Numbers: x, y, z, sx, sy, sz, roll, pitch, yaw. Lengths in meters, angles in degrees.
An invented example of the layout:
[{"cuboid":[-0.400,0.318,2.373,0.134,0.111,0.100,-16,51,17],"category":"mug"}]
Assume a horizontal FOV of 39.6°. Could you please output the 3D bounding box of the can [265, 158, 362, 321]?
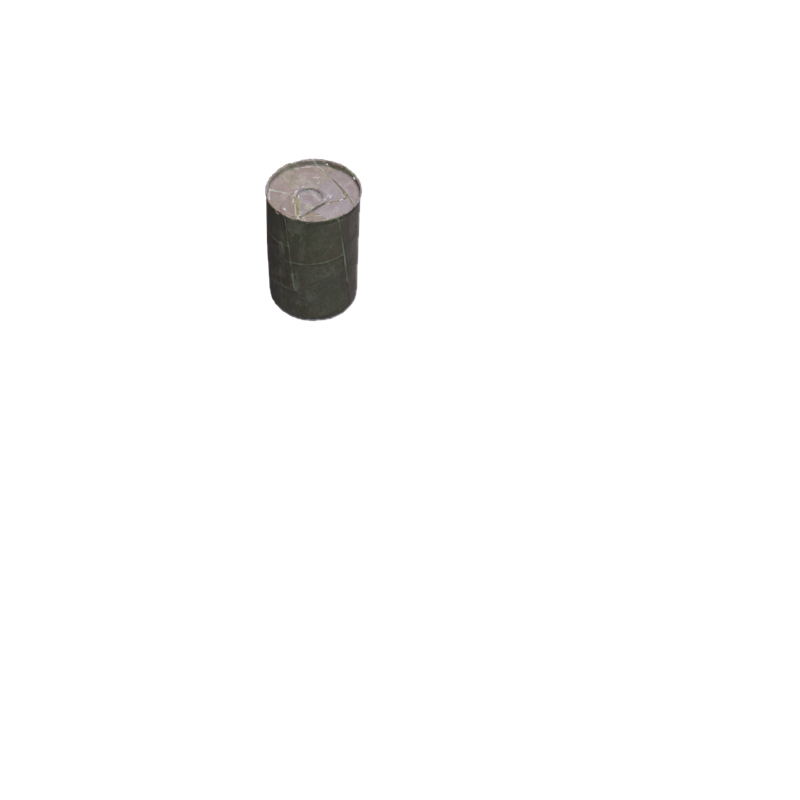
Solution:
[{"cuboid":[-0.063,-0.116,0.810,0.068,0.074,0.095,0,-43,-3],"category":"can"}]
